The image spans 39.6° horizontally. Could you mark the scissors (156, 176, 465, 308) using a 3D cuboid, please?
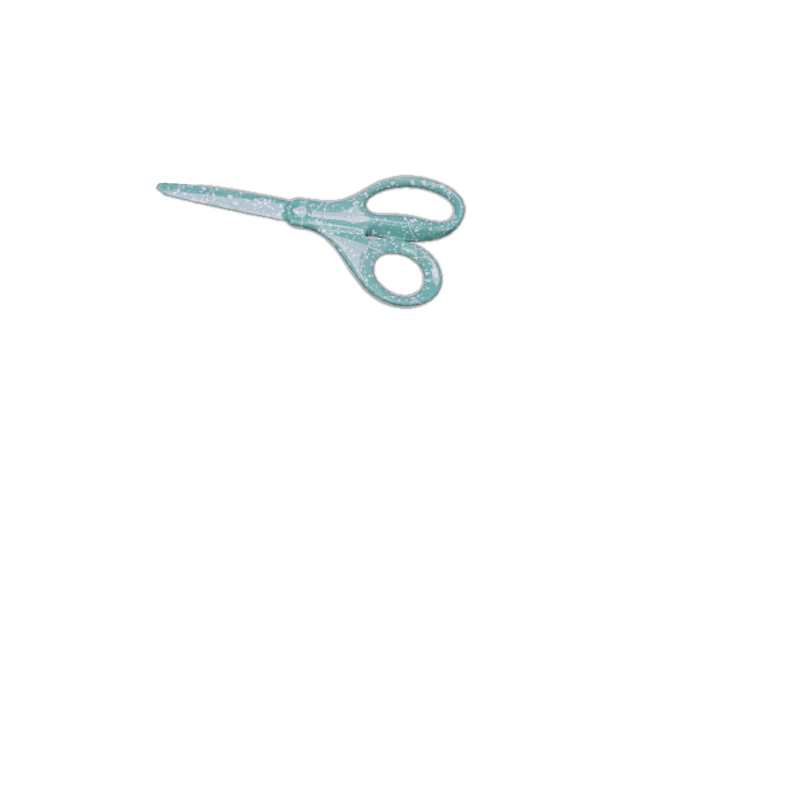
[{"bbox_3d":[-0.057,-0.104,0.726,0.201,0.100,0.015,-4,-14,-1],"label":"scissors"}]
